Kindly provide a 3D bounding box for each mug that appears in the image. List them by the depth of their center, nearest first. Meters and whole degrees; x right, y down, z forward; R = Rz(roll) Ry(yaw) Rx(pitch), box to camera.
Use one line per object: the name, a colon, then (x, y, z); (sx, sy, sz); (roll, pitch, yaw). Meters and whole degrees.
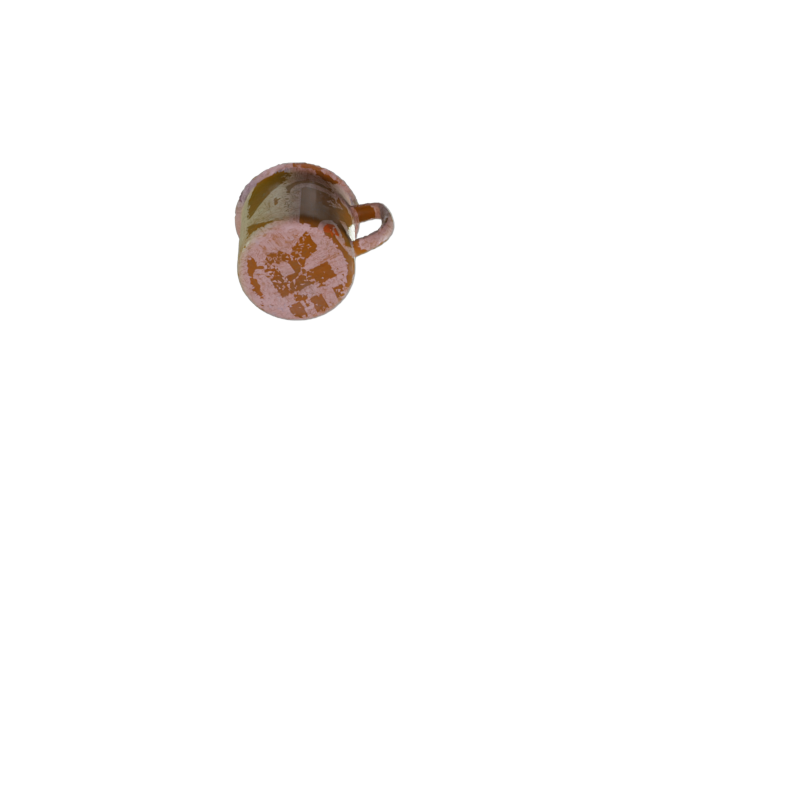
mug: (-0.061, -0.112, 0.783); (0.118, 0.087, 0.087); (-11, 32, 5)
